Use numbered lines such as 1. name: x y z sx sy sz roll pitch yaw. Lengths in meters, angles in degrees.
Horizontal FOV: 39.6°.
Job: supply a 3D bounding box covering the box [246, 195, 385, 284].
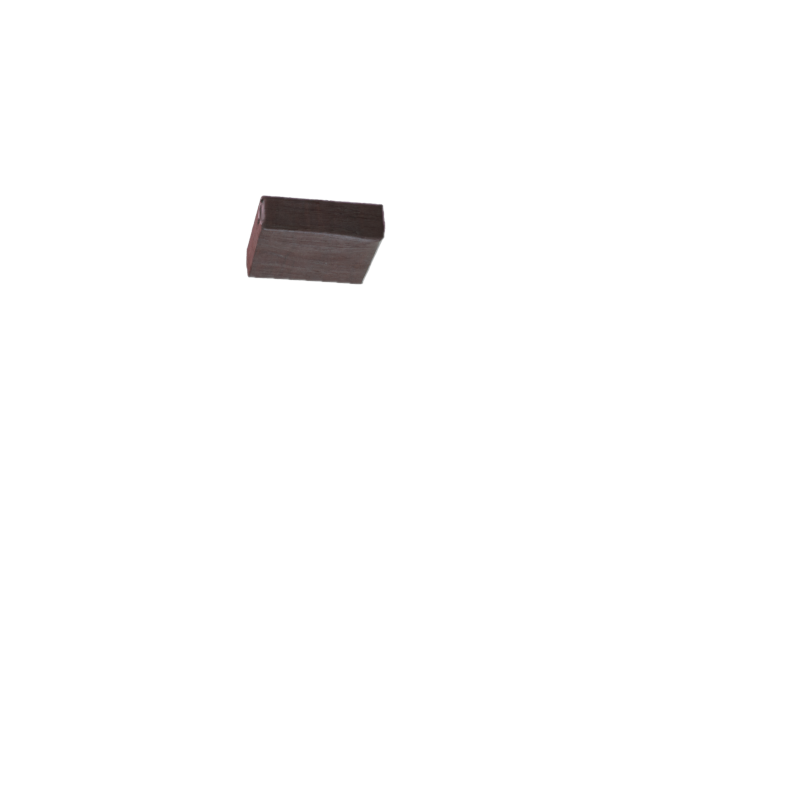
1. box: -0.078 -0.143 0.999 0.112 0.041 0.086 5 -25 -11
